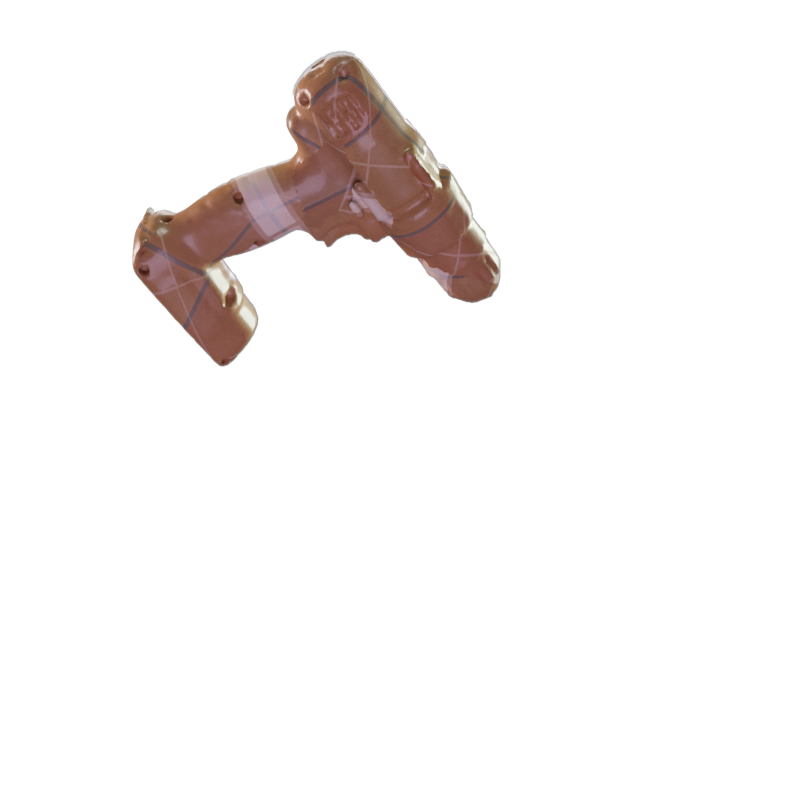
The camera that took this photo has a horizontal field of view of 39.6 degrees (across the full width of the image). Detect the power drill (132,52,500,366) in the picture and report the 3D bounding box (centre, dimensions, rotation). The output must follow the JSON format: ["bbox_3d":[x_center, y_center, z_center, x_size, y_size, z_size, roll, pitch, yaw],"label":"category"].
[{"bbox_3d":[-0.053,-0.097,0.677,0.187,0.174,0.061,-30,27,16],"label":"power drill"}]
